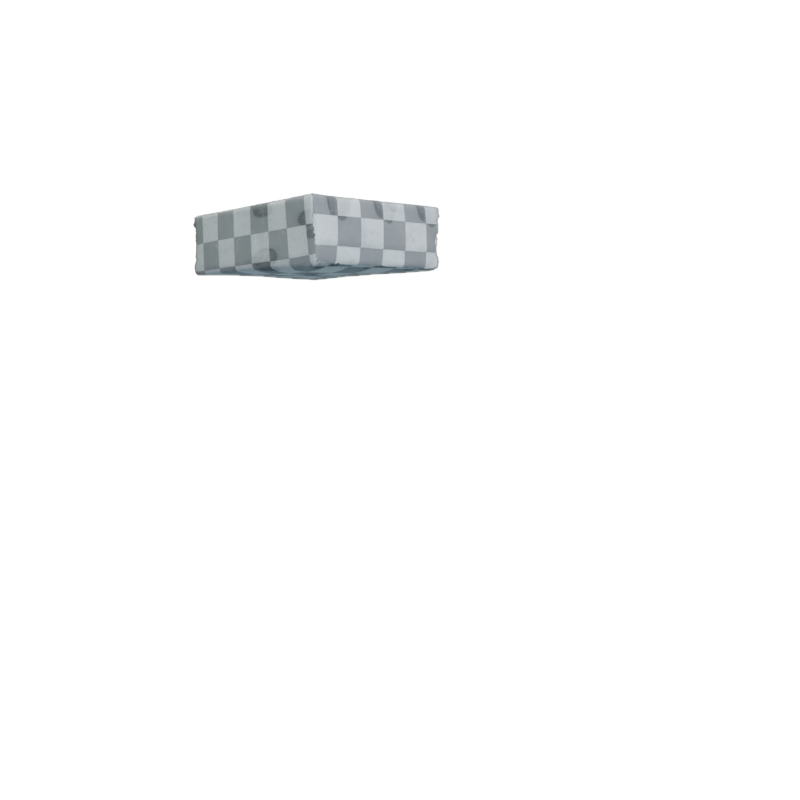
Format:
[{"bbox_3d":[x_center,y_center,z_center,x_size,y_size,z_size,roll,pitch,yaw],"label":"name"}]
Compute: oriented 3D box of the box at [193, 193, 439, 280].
[{"bbox_3d":[-0.048,-0.088,0.616,0.086,0.039,0.118,-3,4,-41],"label":"box"}]
